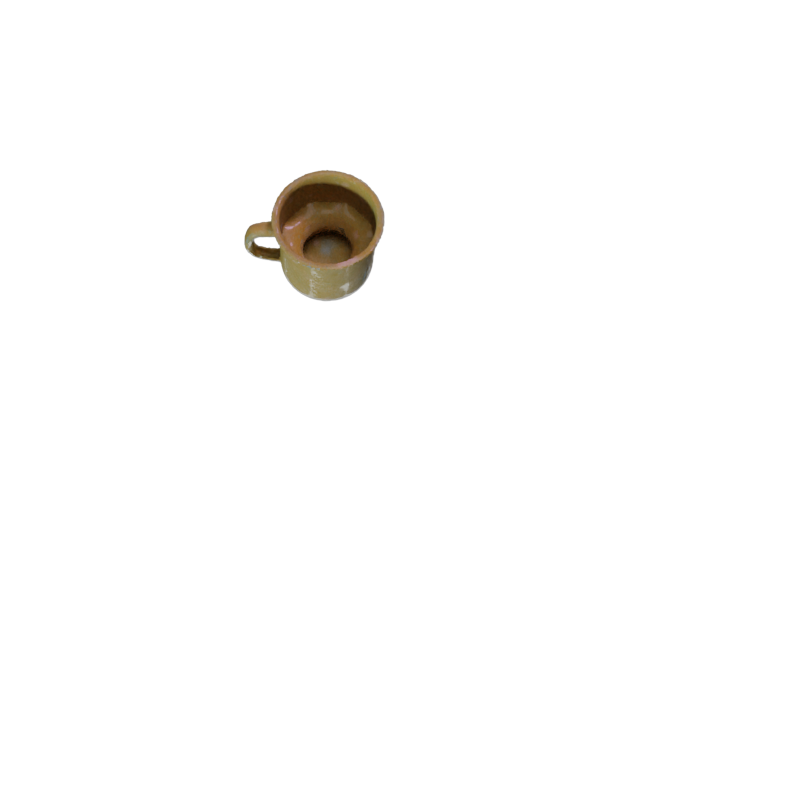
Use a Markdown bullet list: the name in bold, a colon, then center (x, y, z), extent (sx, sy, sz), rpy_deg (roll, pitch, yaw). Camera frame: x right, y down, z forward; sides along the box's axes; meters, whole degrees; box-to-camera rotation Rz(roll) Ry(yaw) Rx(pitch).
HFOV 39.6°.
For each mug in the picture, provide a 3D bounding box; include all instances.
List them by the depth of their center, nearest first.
- **mug**: center (-0.074, -0.135, 0.944), extent (0.117, 0.099, 0.077), rpy_deg (-4, -23, -3)
